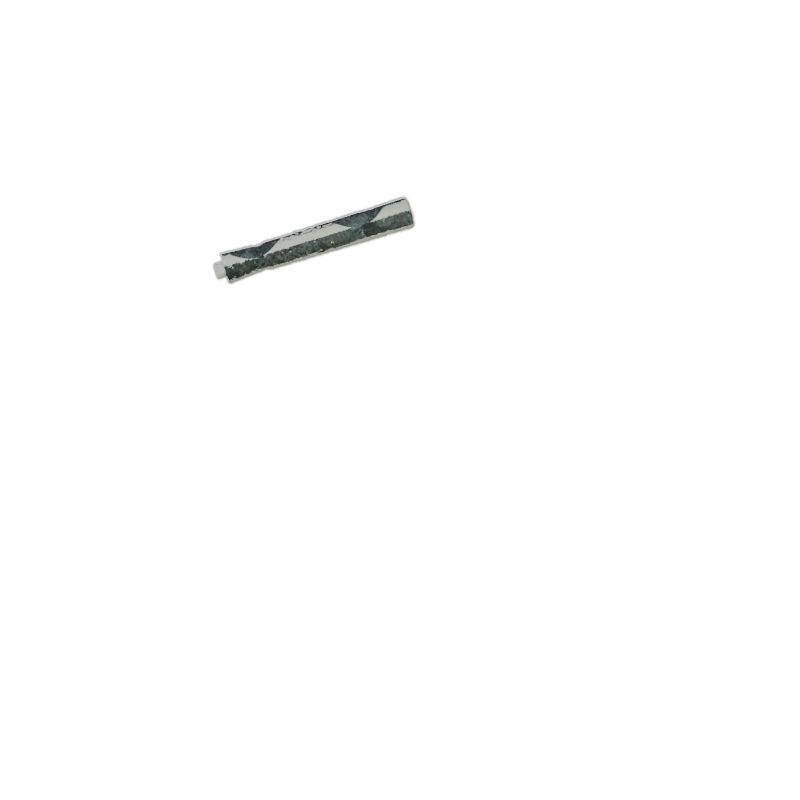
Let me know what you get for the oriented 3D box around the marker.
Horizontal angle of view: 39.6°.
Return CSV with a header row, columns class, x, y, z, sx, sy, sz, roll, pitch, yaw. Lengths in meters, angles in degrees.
class,x,y,z,sx,sy,sz,roll,pitch,yaw
marker,-0.052,-0.094,0.660,0.121,0.020,0.020,-17,6,-3
